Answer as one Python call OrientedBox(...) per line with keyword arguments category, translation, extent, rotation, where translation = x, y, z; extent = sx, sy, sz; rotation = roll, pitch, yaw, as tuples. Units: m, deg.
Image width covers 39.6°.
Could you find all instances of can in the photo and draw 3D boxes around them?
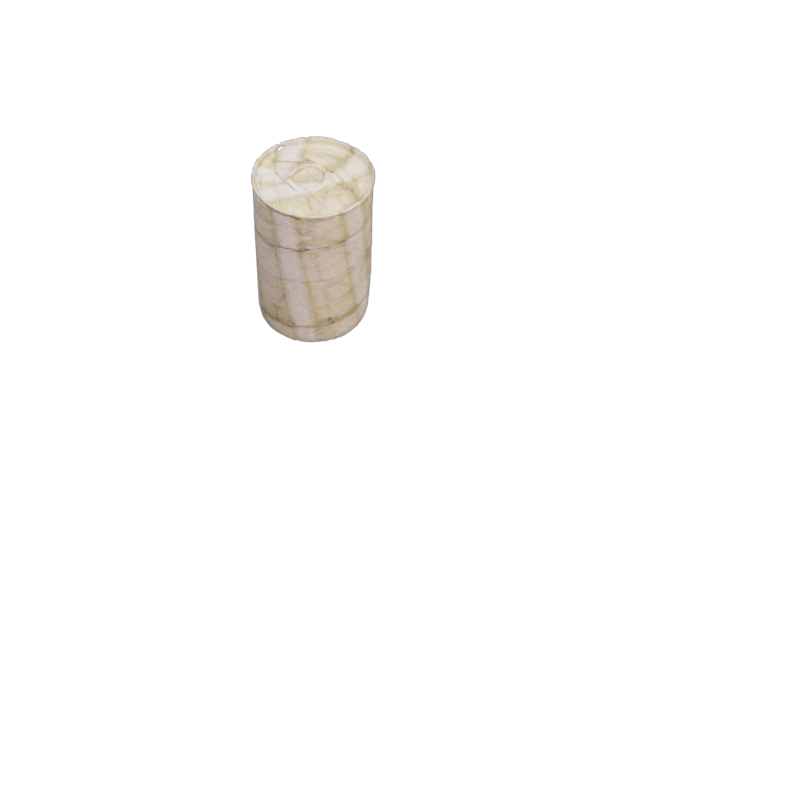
OrientedBox(category="can", translation=(-0.050, -0.091, 0.637), extent=(0.068, 0.074, 0.095), rotation=(0, -42, -3))
